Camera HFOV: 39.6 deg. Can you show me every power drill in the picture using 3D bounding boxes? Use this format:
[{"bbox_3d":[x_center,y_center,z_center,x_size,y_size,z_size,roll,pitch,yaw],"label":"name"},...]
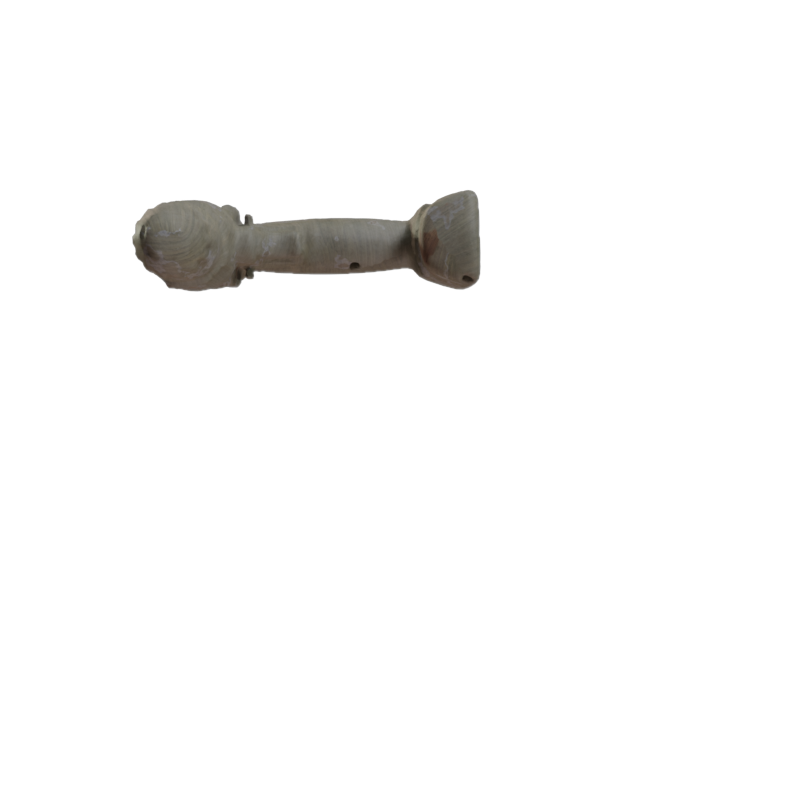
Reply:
[{"bbox_3d":[-0.050,-0.091,0.640,0.189,0.057,0.185,0,6,3],"label":"power drill"}]
